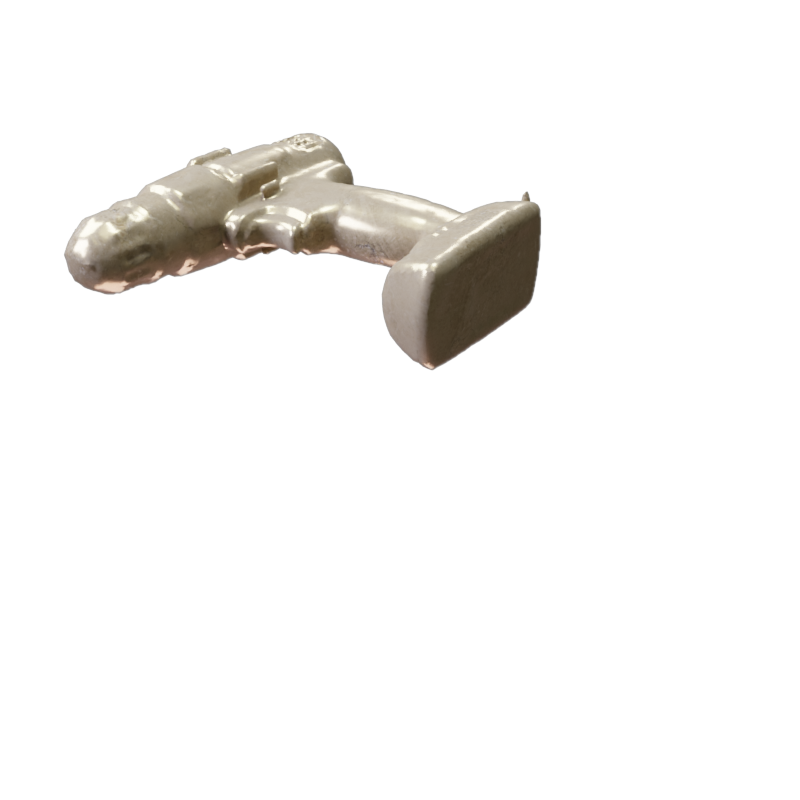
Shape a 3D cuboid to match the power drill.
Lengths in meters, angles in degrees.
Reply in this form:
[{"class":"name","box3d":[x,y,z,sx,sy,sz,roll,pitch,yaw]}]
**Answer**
[{"class":"power drill","box3d":[-0.042,-0.077,0.541,0.199,0.054,0.185,22,38,32]}]
